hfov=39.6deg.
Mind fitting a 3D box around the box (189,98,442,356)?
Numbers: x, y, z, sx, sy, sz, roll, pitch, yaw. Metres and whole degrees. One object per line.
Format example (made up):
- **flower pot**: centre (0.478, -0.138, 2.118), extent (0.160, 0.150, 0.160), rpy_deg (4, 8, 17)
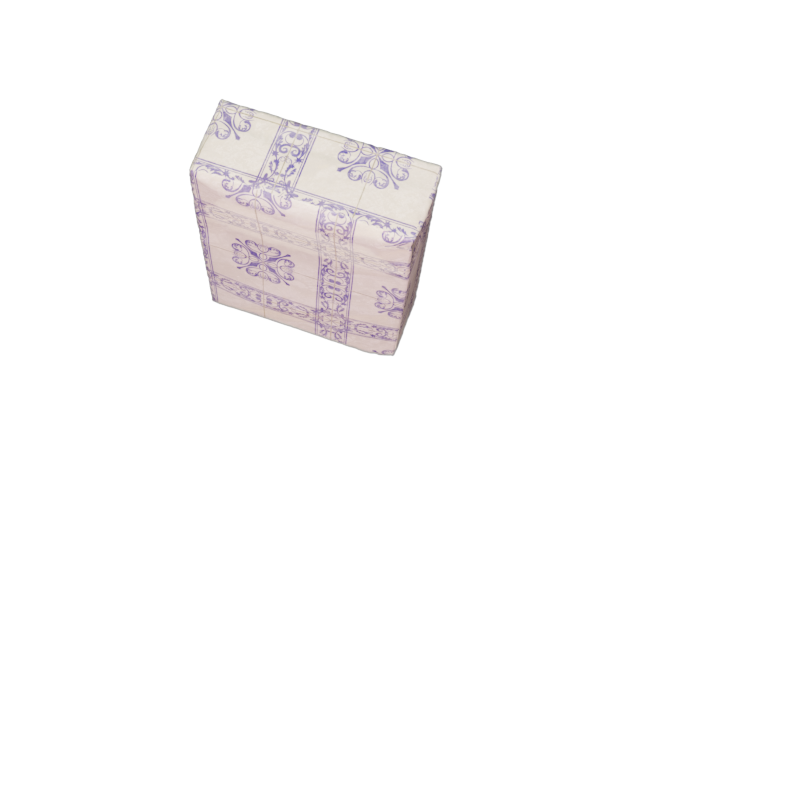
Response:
- **box**: centre (-0.066, -0.119, 0.837), extent (0.166, 0.075, 0.203), rpy_deg (19, -21, 5)
